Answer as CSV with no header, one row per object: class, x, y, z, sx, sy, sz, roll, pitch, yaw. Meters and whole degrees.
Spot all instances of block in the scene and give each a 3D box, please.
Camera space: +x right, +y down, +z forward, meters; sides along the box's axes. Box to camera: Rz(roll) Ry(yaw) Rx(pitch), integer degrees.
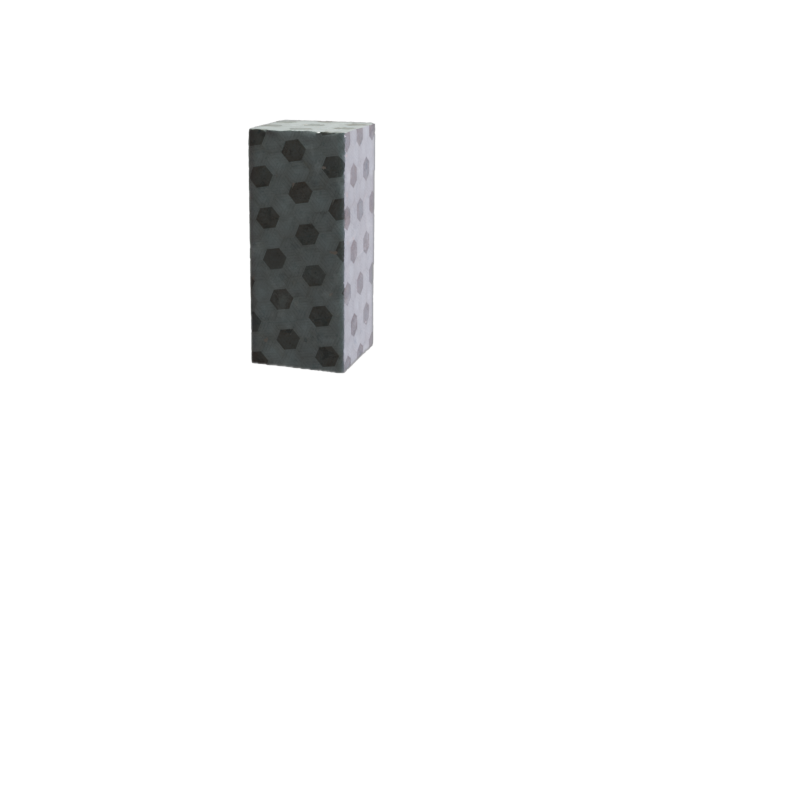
block,-0.077,-0.140,0.979,0.092,0.200,0.091,5,14,16
